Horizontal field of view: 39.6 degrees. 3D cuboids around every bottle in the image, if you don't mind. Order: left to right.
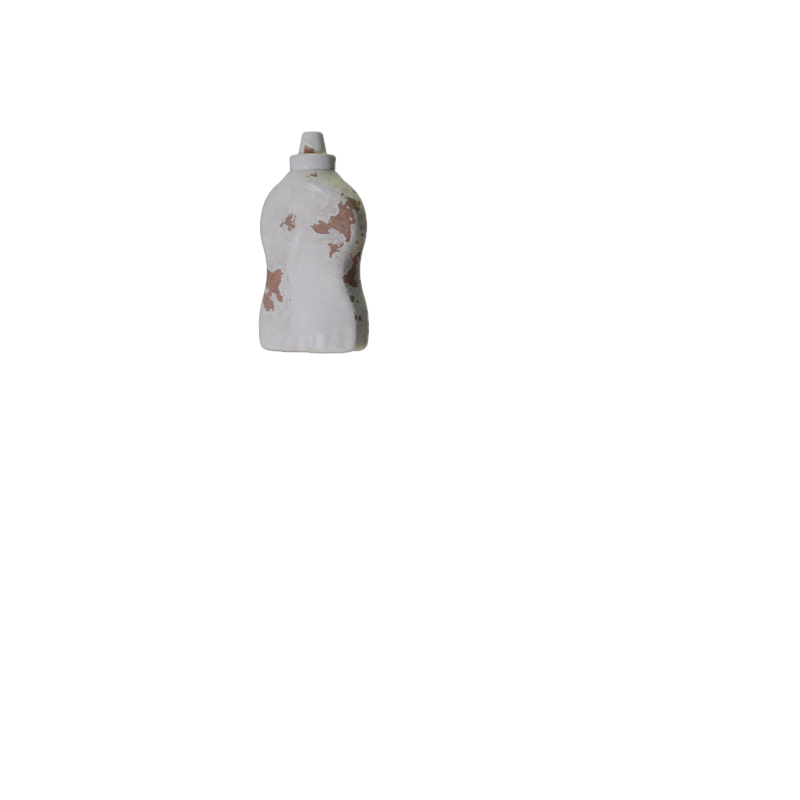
[{"bbox_3d":[-0.076,-0.139,0.970,0.099,0.192,0.056,0,-1,27],"label":"bottle"}]
